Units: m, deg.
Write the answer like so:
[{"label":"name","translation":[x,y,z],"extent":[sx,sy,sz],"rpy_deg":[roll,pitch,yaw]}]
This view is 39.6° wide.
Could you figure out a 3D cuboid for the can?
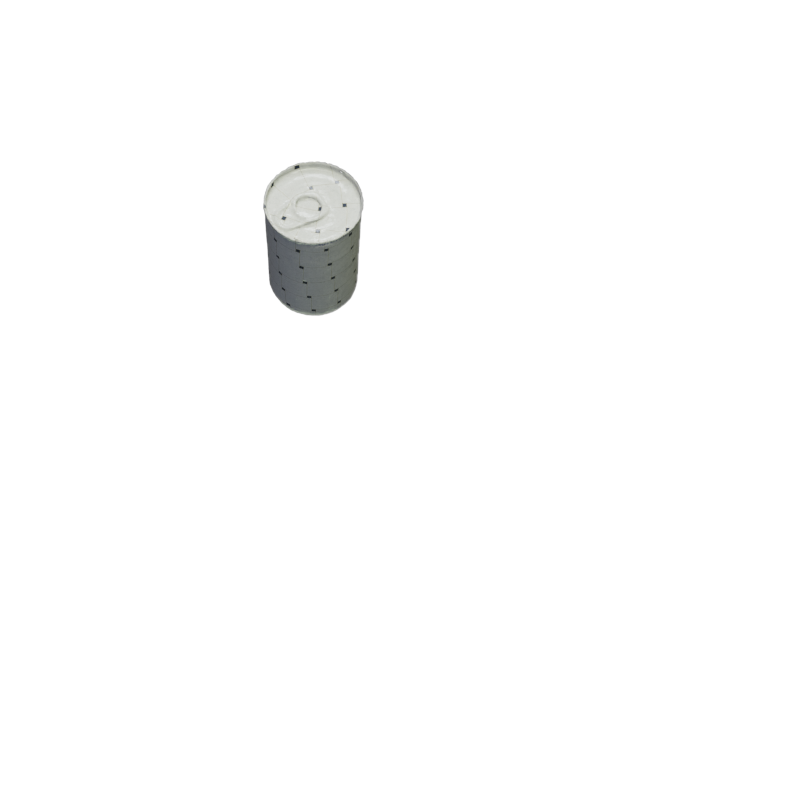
[{"label":"can","translation":[-0.062,-0.113,0.791],"extent":[0.068,0.073,0.096],"rpy_deg":[0,-28,-3]}]
